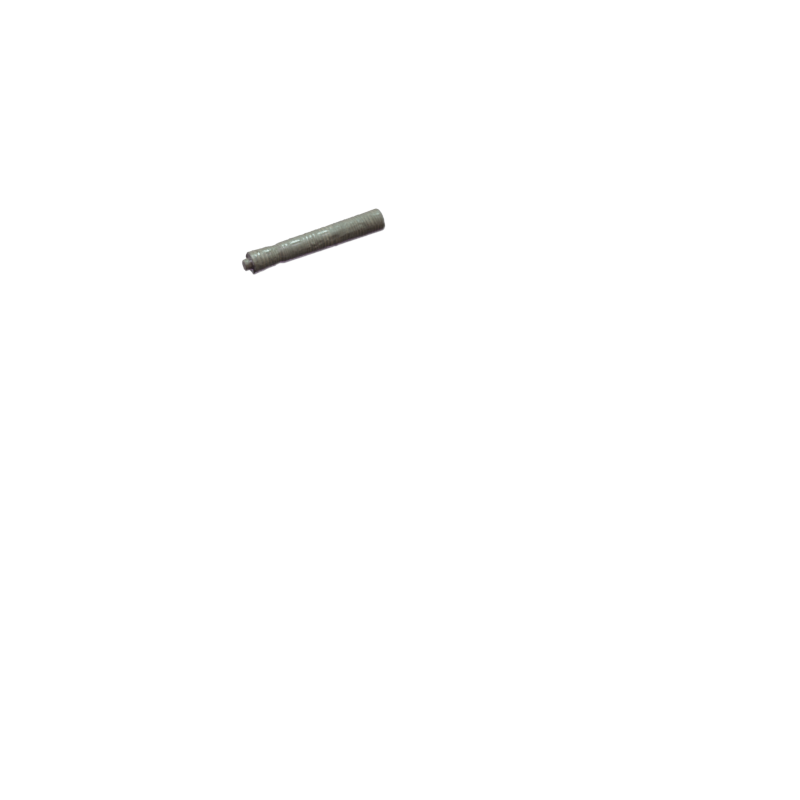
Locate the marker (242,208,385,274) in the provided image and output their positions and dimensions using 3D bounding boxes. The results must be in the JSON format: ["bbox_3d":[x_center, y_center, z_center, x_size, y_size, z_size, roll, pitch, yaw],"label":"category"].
[{"bbox_3d":[-0.069,-0.126,0.885,0.120,0.019,0.020,-22,11,-18],"label":"marker"}]
